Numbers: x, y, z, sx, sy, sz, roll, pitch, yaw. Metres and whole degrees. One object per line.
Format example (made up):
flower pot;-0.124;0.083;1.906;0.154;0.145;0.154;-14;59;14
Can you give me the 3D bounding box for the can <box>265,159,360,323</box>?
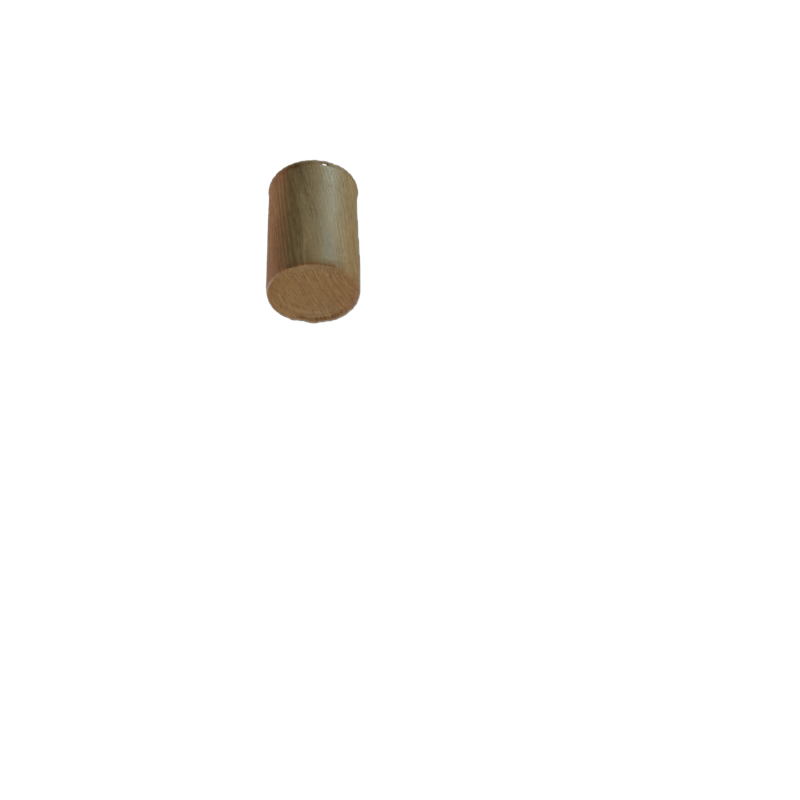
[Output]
can;-0.063;-0.115;0.805;0.068;0.110;0.064;-1;-39;-3
